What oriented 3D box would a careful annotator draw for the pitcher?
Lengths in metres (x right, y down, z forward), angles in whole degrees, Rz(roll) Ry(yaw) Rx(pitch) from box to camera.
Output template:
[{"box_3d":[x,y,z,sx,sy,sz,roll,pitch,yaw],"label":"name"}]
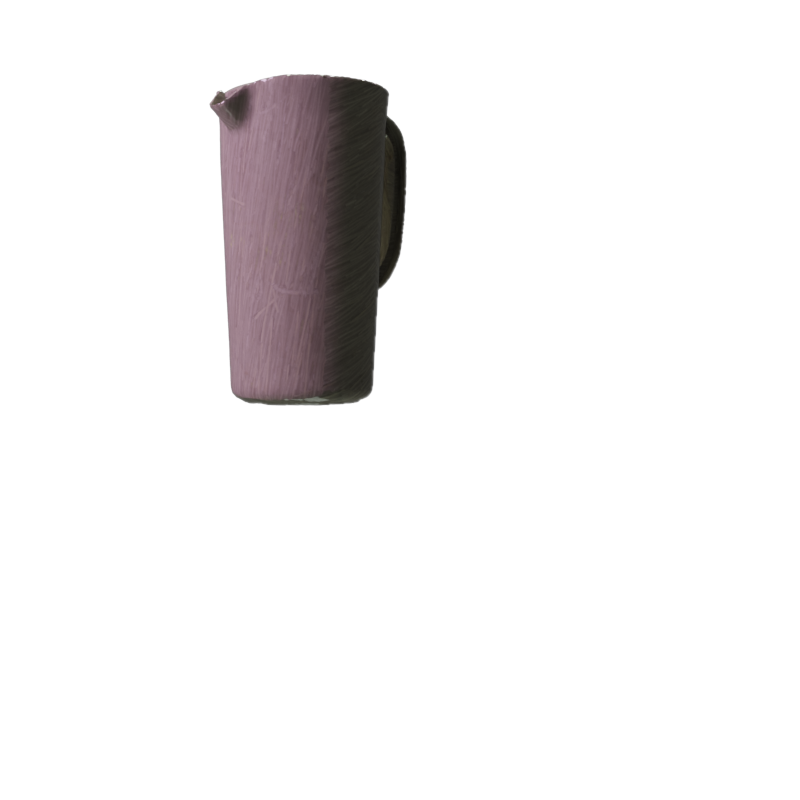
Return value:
[{"box_3d":[-0.067,-0.122,0.854,0.149,0.245,0.144,0,-2,0],"label":"pitcher"}]
